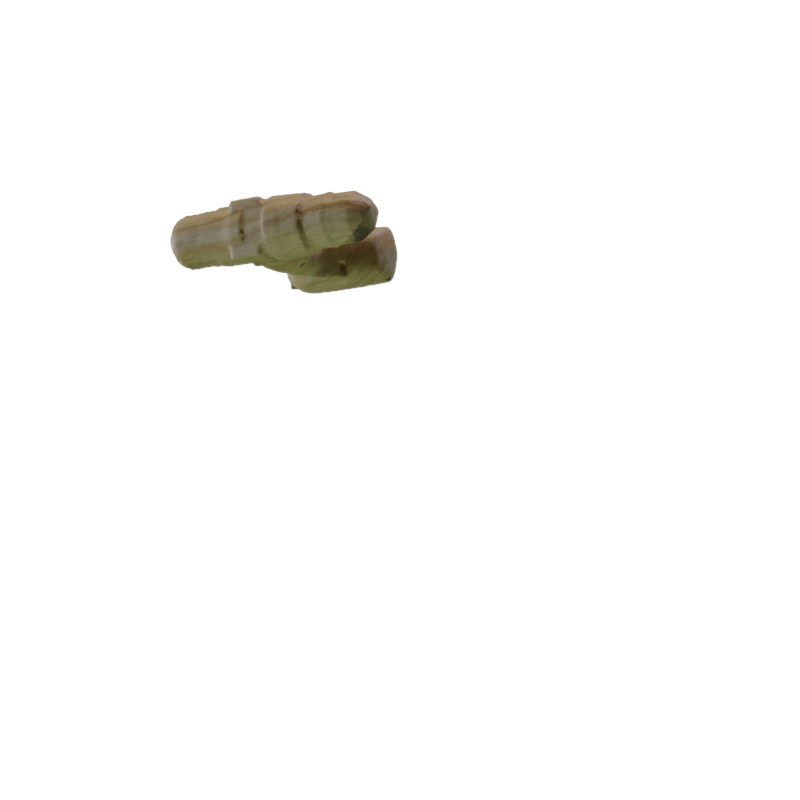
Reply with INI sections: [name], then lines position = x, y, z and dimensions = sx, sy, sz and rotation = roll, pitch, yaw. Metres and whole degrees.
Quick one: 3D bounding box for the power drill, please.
[power drill]
position = -0.074, -0.135, 0.948
dimensions = 0.189, 0.059, 0.179
rotation = -3, -6, 27
